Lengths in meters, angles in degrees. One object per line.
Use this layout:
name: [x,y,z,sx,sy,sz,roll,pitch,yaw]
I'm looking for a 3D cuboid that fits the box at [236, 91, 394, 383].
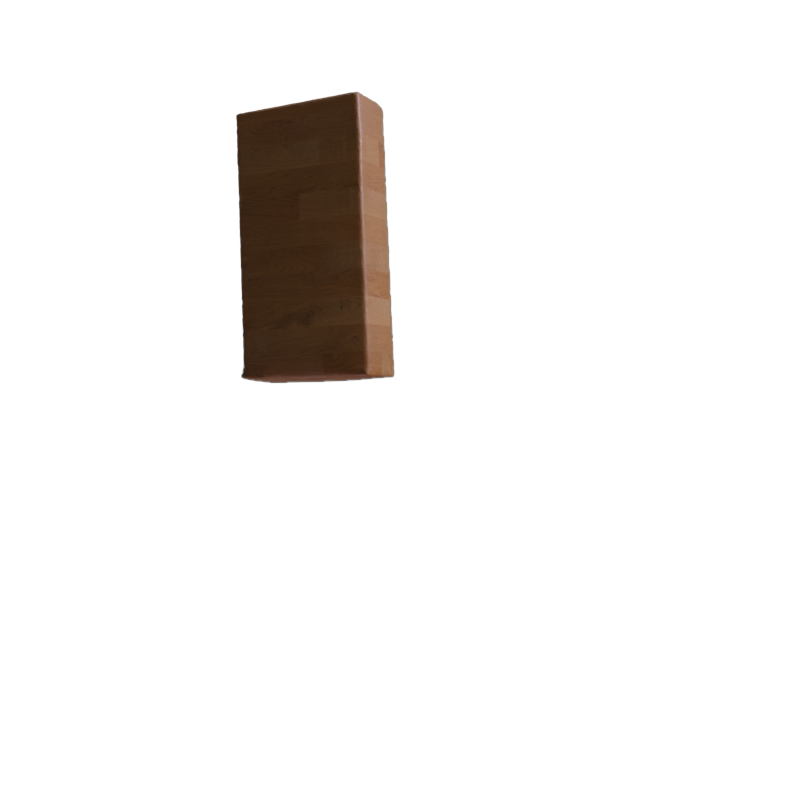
box: [-0.055,-0.101,0.708,0.096,0.181,0.046,-5,-11,27]
